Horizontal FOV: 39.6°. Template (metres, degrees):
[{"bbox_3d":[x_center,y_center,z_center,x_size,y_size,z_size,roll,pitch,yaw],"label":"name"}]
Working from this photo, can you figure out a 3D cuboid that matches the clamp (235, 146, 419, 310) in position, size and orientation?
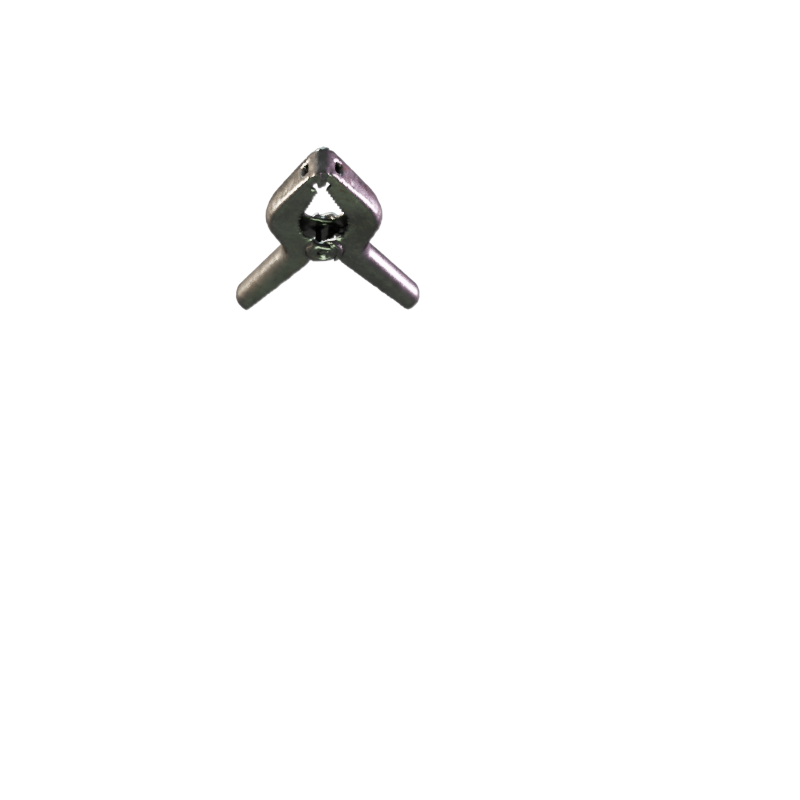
[{"bbox_3d":[-0.073,-0.133,0.933,0.166,0.039,0.195,-3,-30,6],"label":"clamp"}]
